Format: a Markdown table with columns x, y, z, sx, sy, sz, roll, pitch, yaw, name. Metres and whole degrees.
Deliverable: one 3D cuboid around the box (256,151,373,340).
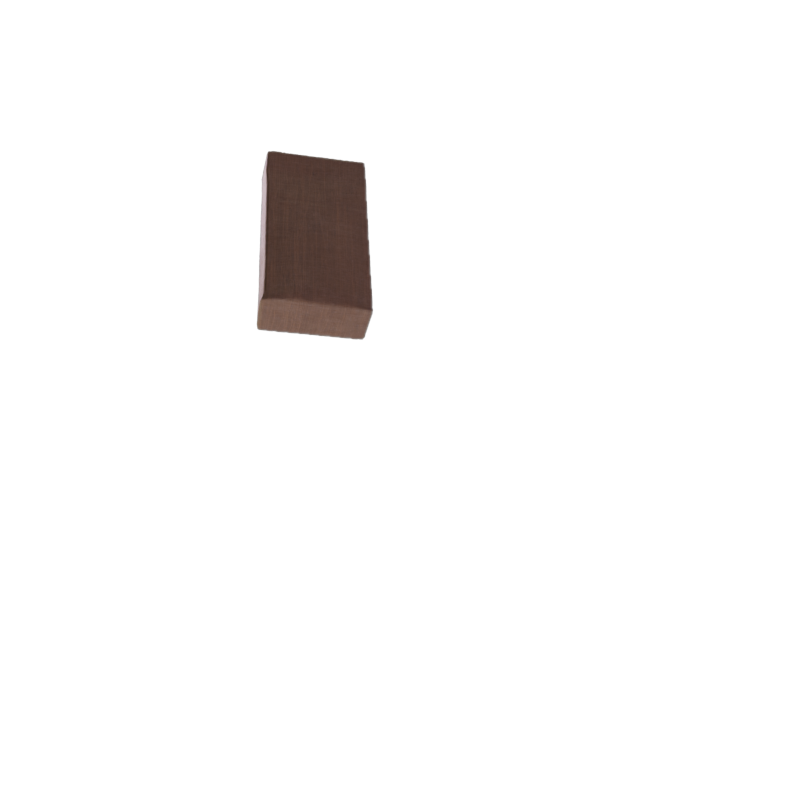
| x | y | z | sx | sy | sz | roll | pitch | yaw | name |
| --- | --- | --- | --- | --- | --- | --- | --- | --- | --- |
| -0.075 | -0.137 | 0.961 | 0.092 | 0.189 | 0.045 | 5 | -42 | -9 | box |
